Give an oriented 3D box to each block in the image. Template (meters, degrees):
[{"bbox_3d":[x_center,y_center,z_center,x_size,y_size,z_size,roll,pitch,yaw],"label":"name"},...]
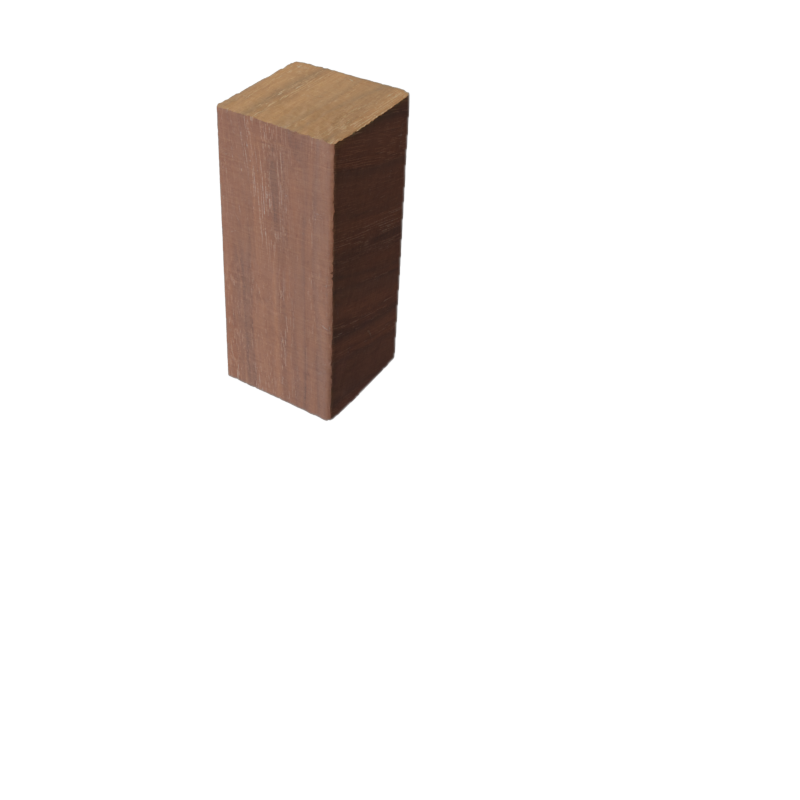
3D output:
[{"bbox_3d":[-0.057,-0.105,0.732,0.095,0.193,0.091,21,39,25],"label":"block"}]
